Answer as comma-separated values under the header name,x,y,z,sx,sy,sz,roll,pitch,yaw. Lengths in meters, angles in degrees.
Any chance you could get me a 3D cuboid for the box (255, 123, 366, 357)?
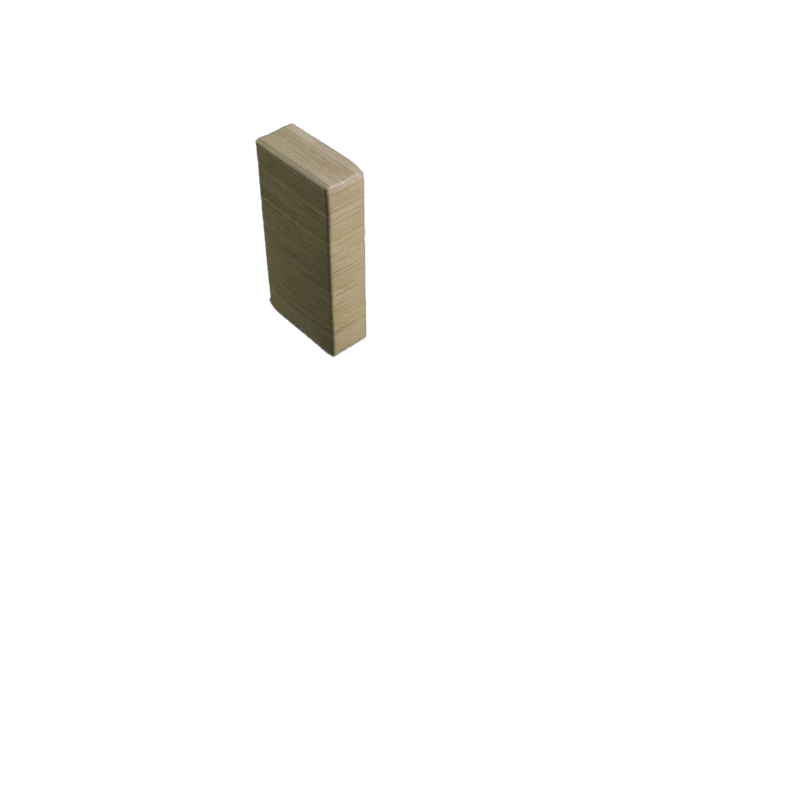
name,x,y,z,sx,sy,sz,roll,pitch,yaw
box,-0.071,-0.130,0.912,0.048,0.164,0.100,-27,50,-30
